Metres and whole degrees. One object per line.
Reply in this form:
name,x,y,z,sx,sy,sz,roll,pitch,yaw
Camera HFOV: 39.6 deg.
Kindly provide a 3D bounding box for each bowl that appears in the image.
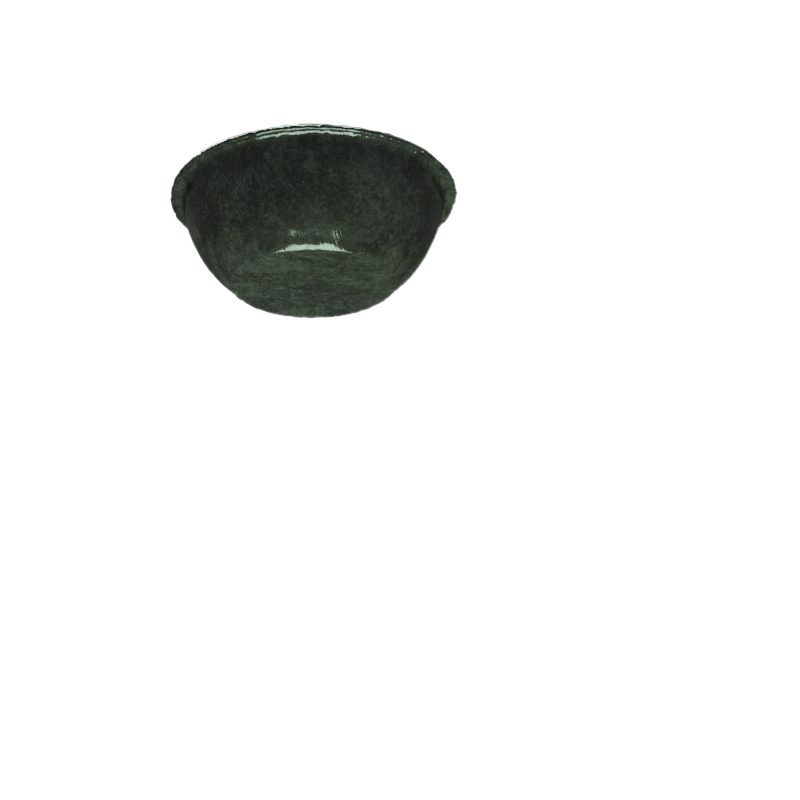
bowl,-0.048,-0.088,0.618,0.162,0.058,0.154,1,-21,-2
